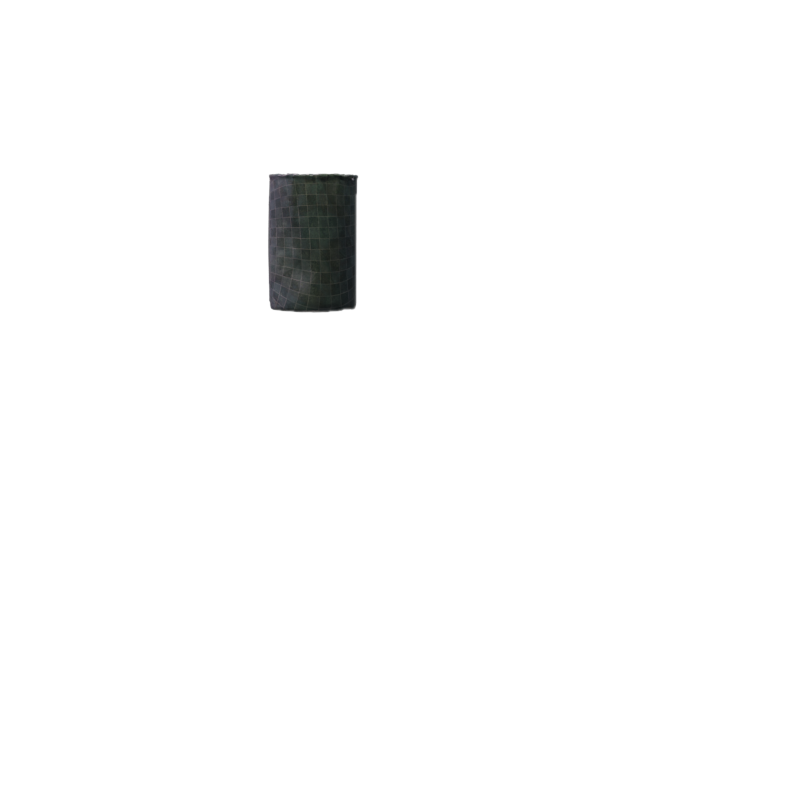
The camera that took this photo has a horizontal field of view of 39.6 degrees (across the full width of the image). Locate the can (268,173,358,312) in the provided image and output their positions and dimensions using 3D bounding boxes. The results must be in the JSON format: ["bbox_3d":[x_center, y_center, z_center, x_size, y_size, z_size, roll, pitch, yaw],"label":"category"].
[{"bbox_3d":[-0.066,-0.120,0.841,0.068,0.102,0.069,0,4,-2],"label":"can"}]
